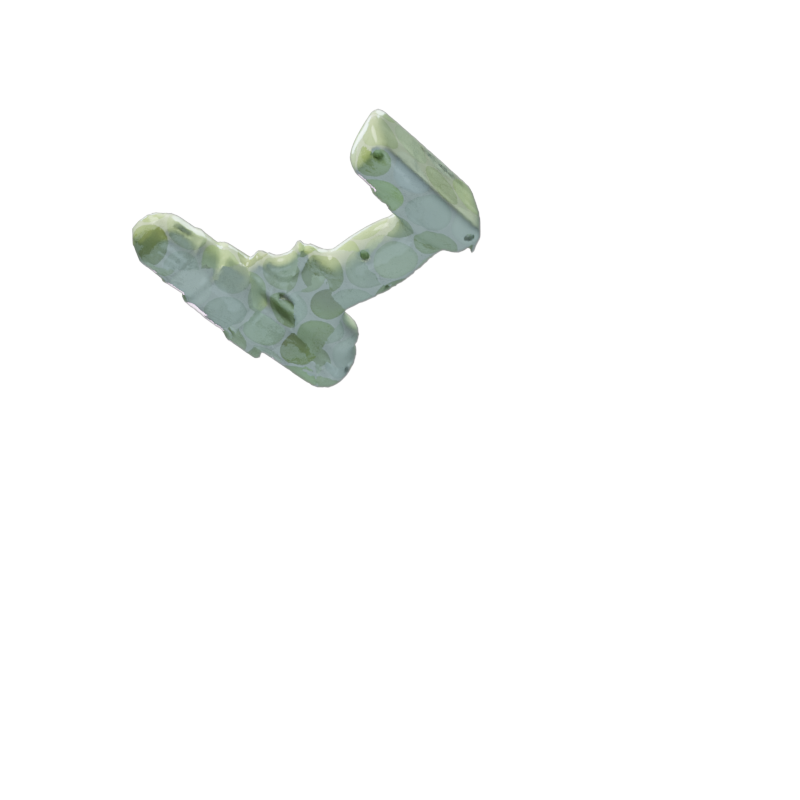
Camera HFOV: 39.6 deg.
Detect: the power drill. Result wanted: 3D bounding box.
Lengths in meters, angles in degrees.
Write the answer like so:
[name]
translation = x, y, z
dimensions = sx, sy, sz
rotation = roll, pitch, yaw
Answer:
[power drill]
translation = -0.057, -0.104, 0.728
dimensions = 0.186, 0.062, 0.174
rotation = -36, -57, 28
